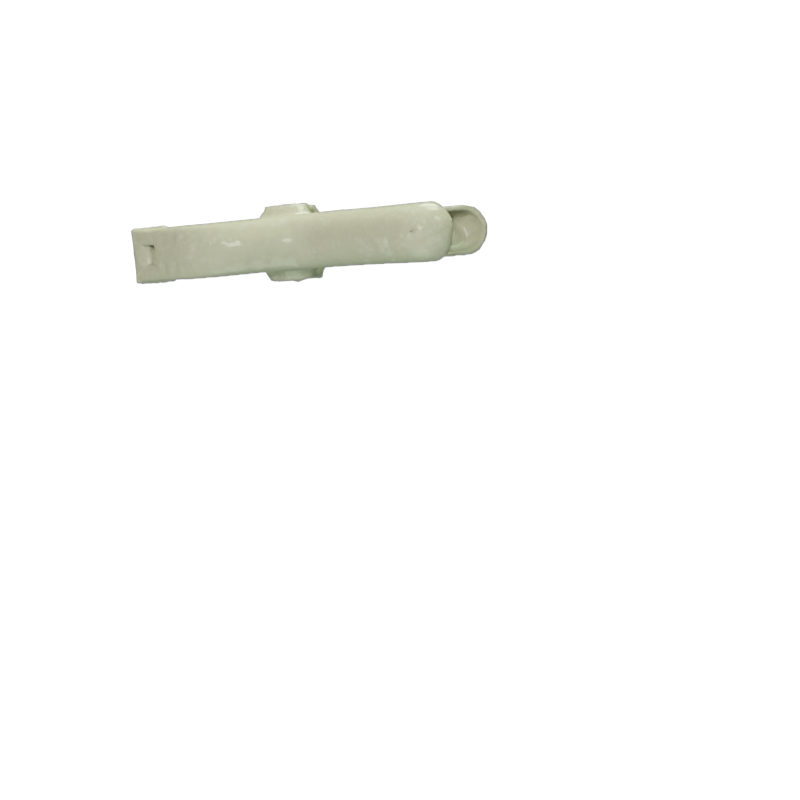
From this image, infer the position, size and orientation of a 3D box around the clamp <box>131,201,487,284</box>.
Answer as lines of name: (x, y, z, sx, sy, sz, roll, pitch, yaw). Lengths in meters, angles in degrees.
clamp: (-0.041, -0.075, 0.528, 0.176, 0.039, 0.116, 1, 3, 23)
